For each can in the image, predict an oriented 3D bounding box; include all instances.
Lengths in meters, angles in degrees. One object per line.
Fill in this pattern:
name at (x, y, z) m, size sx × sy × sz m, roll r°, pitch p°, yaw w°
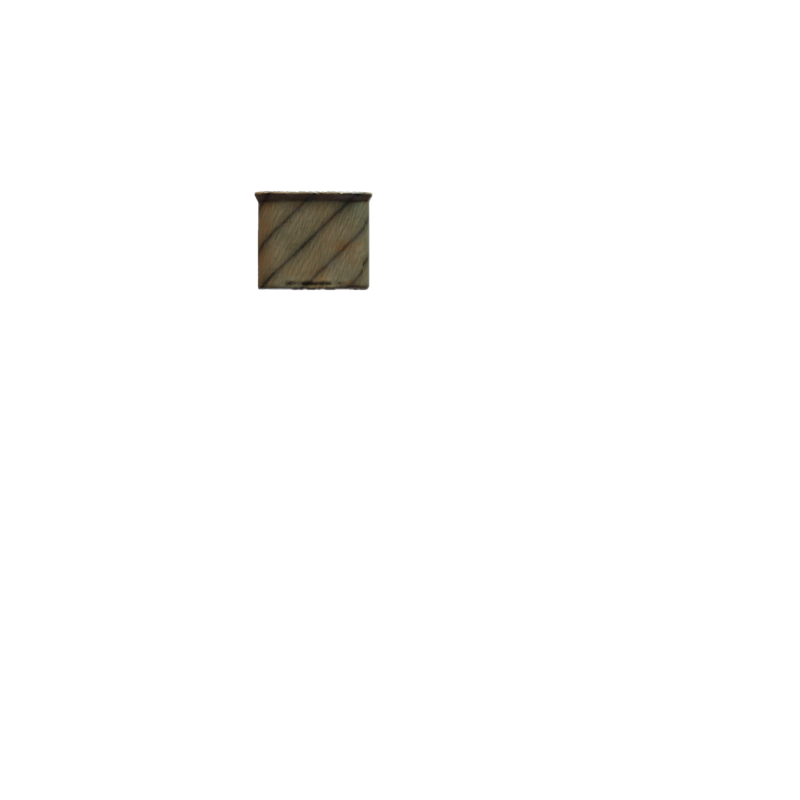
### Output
can at (-0.075, -0.137, 0.961) m, size 0.102 × 0.084 × 0.057 m, roll 0°, pitch 0°, yaw -2°
